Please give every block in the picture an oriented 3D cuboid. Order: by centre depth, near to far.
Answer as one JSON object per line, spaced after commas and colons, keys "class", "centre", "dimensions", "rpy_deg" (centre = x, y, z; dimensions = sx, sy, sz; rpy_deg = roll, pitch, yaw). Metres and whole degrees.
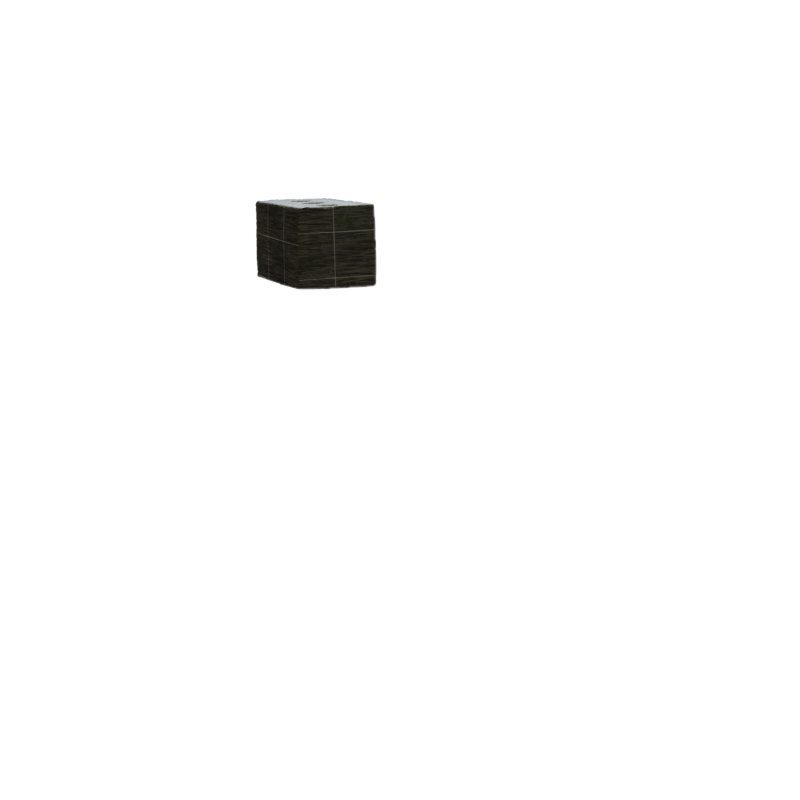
{"class": "block", "centre": [-0.055, -0.101, 0.705], "dimensions": [0.051, 0.050, 0.082], "rpy_deg": [-4, 12, -26]}
